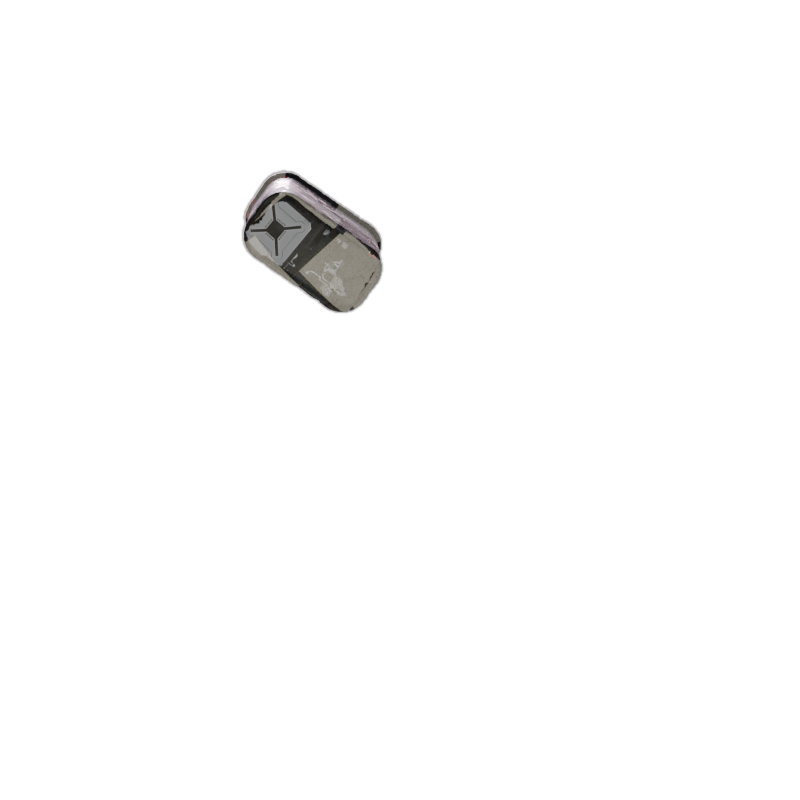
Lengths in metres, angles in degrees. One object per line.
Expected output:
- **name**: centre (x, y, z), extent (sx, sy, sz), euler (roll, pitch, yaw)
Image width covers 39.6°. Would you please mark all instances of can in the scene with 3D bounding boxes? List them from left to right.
- **can**: centre (-0.061, -0.112, 0.785), extent (0.100, 0.057, 0.087), euler (34, 12, -9)
